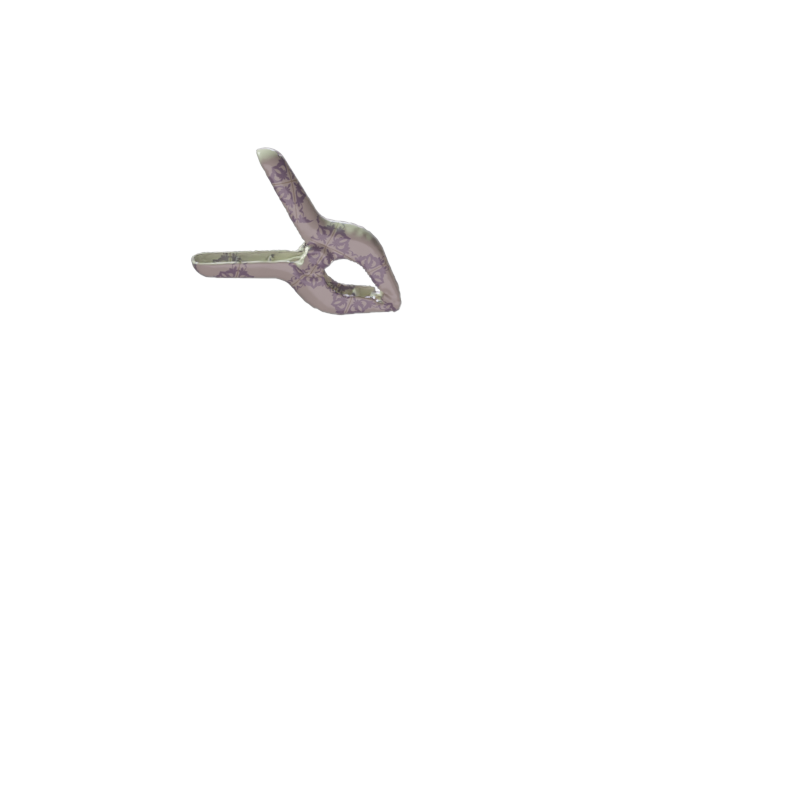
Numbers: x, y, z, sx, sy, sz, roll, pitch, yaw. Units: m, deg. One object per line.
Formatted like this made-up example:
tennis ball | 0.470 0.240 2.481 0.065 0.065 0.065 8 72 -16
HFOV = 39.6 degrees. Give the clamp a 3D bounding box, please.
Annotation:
clamp | -0.070 -0.127 0.888 0.167 0.115 0.042 19 31 -12
